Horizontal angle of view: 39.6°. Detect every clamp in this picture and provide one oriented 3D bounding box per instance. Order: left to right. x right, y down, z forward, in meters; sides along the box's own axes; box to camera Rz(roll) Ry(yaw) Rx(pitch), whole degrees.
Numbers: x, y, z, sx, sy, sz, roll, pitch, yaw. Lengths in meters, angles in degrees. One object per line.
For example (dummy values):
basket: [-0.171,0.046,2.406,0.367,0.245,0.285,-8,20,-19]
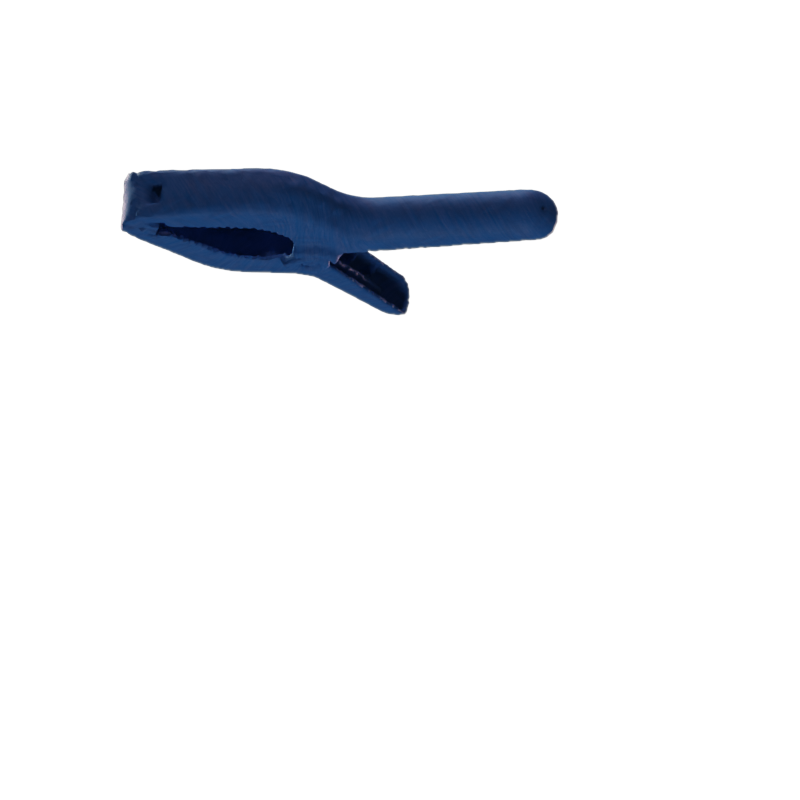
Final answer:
clamp: [-0.046,-0.085,0.593,0.204,0.038,0.162,5,-16,-19]
